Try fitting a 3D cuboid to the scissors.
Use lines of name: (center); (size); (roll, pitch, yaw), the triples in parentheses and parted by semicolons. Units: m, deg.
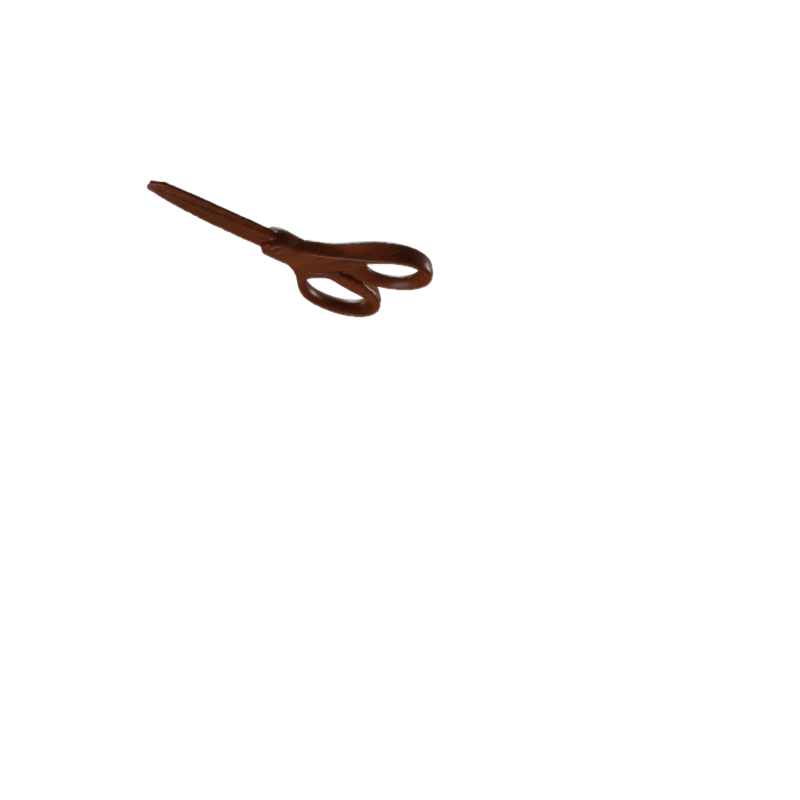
scissors: (-0.051, -0.093, 0.652); (0.098, 0.017, 0.188); (-10, -23, 25)
